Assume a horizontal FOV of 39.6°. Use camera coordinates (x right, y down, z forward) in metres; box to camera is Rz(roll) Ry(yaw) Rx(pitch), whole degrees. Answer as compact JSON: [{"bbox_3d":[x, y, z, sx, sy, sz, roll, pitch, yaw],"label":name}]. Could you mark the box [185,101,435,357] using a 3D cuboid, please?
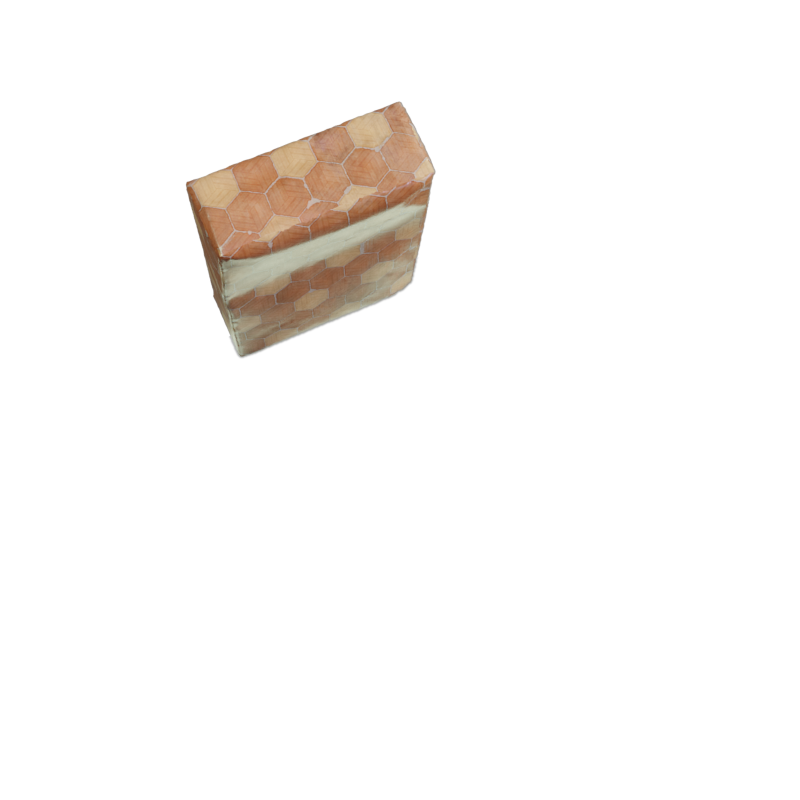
[{"bbox_3d":[-0.066,-0.121,0.847,0.163,0.075,0.205,-23,-14,-10],"label":"box"}]
